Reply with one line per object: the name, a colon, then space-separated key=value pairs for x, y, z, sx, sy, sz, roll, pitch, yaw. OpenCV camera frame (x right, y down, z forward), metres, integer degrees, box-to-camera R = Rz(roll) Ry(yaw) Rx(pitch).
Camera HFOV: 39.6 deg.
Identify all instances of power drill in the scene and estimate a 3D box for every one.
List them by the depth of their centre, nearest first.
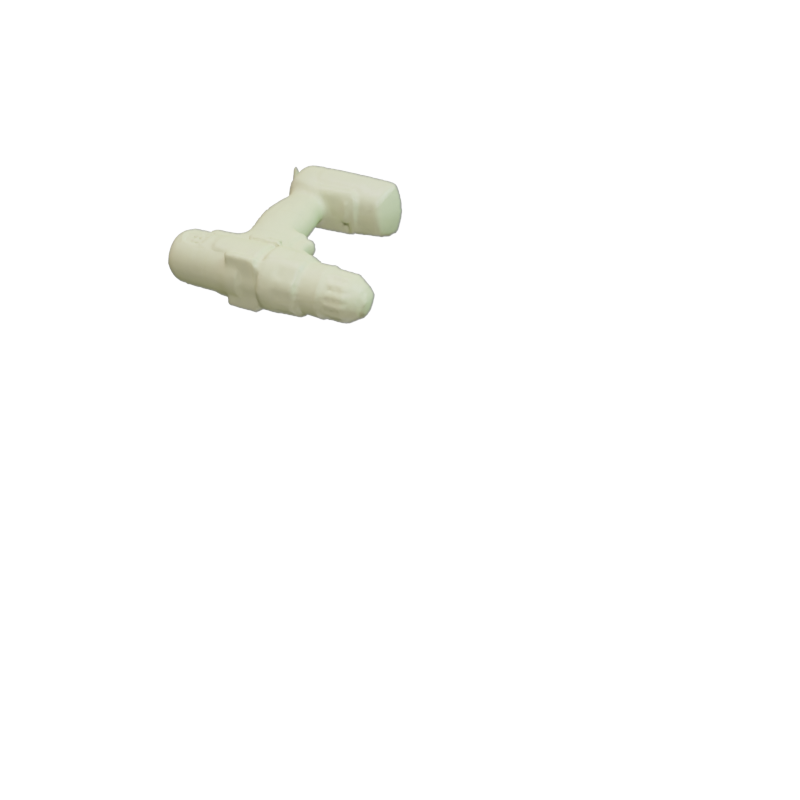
power drill: x=-0.073 y=-0.133 z=0.932 sx=0.193 sy=0.054 sz=0.191 roll=17 pitch=36 yaw=24
